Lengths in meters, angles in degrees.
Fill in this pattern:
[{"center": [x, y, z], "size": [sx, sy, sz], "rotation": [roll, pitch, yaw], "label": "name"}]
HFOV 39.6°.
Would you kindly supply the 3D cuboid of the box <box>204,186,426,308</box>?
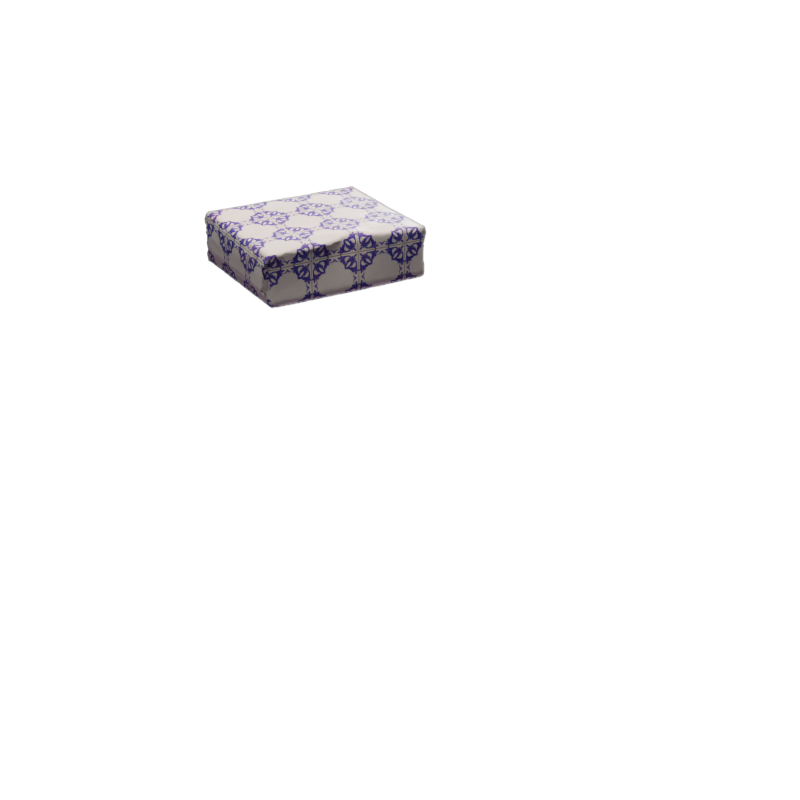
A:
[{"center": [-0.044, -0.079, 0.555], "size": [0.088, 0.029, 0.078], "rotation": [-14, 30, -26], "label": "box"}]
